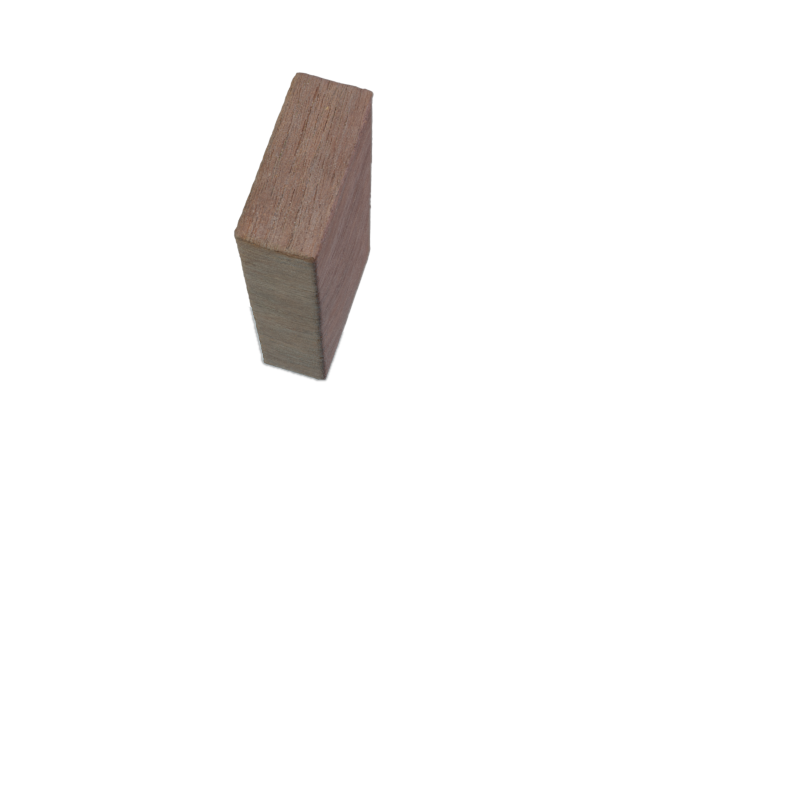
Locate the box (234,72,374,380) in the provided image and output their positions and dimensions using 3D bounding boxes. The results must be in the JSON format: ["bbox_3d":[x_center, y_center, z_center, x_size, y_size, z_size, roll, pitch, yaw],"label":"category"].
[{"bbox_3d":[-0.045,-0.082,0.579,0.048,0.097,0.169,17,-18,1],"label":"box"}]
